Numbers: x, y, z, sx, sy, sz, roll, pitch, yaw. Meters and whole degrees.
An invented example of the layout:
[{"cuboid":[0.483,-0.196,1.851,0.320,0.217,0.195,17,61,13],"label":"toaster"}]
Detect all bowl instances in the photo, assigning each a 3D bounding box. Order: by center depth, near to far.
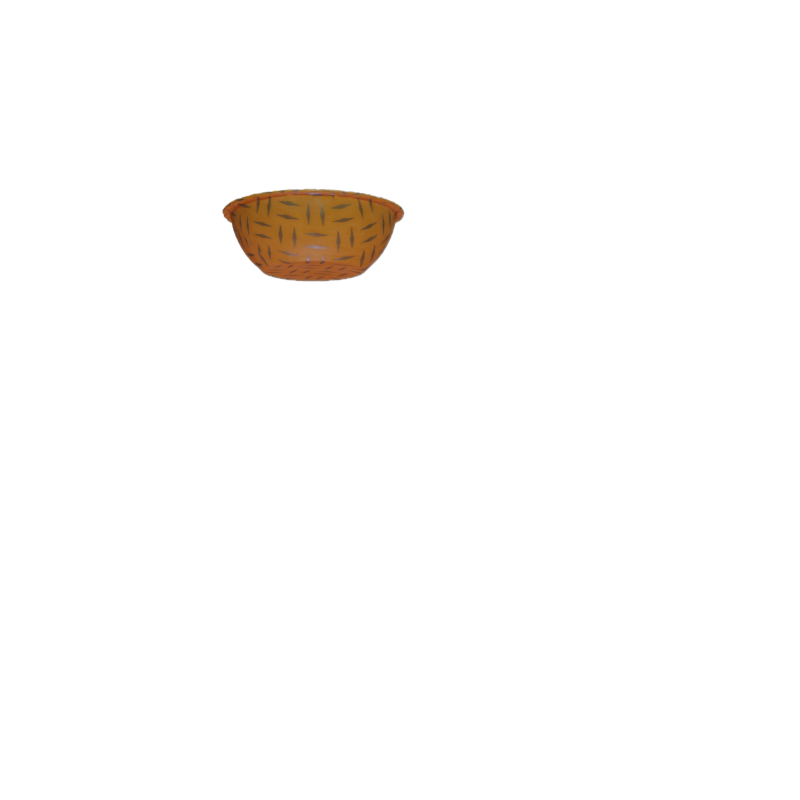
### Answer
[{"cuboid":[-0.077,-0.140,0.979,0.162,0.056,0.159,0,-6,-2],"label":"bowl"}]
